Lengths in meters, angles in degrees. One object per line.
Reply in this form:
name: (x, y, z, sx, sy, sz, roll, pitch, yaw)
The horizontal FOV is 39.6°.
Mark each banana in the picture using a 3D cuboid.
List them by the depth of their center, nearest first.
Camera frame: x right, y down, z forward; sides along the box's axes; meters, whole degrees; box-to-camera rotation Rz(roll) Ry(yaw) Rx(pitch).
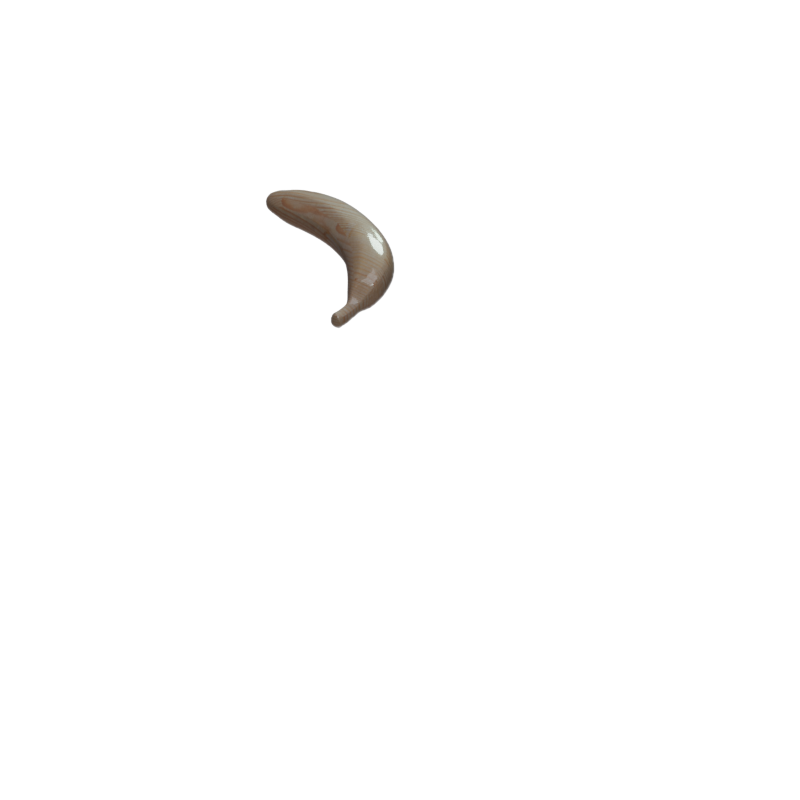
banana: (-0.051, -0.127, 0.886, 0.069, 0.034, 0.213, -11, 36, -16)
